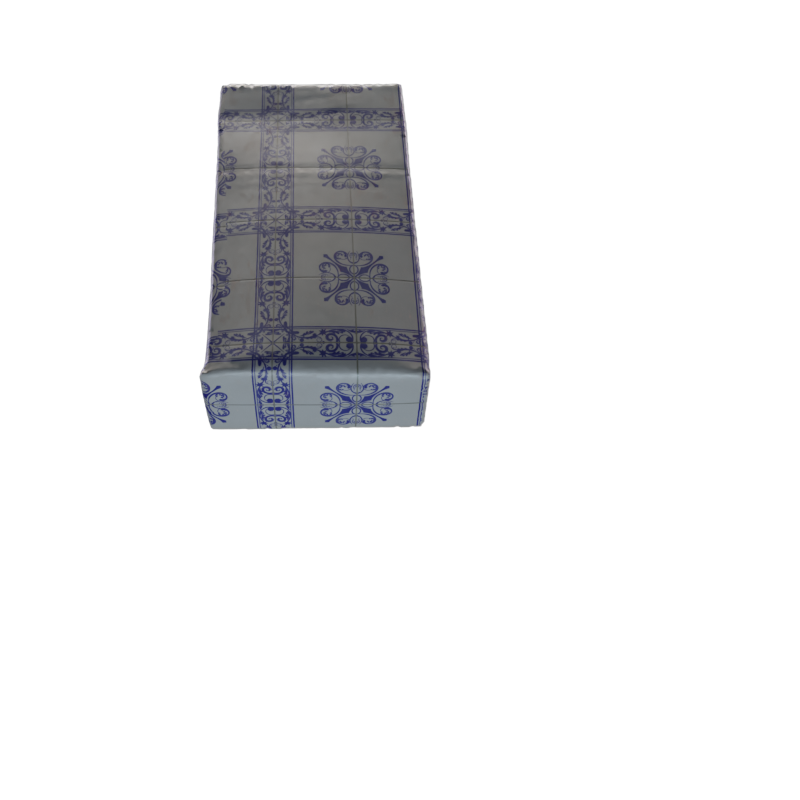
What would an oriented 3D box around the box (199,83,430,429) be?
[{"bbox_3d":[-0.040,-0.072,0.508,0.093,0.189,0.045,-1,-40,-2],"label":"box"}]
